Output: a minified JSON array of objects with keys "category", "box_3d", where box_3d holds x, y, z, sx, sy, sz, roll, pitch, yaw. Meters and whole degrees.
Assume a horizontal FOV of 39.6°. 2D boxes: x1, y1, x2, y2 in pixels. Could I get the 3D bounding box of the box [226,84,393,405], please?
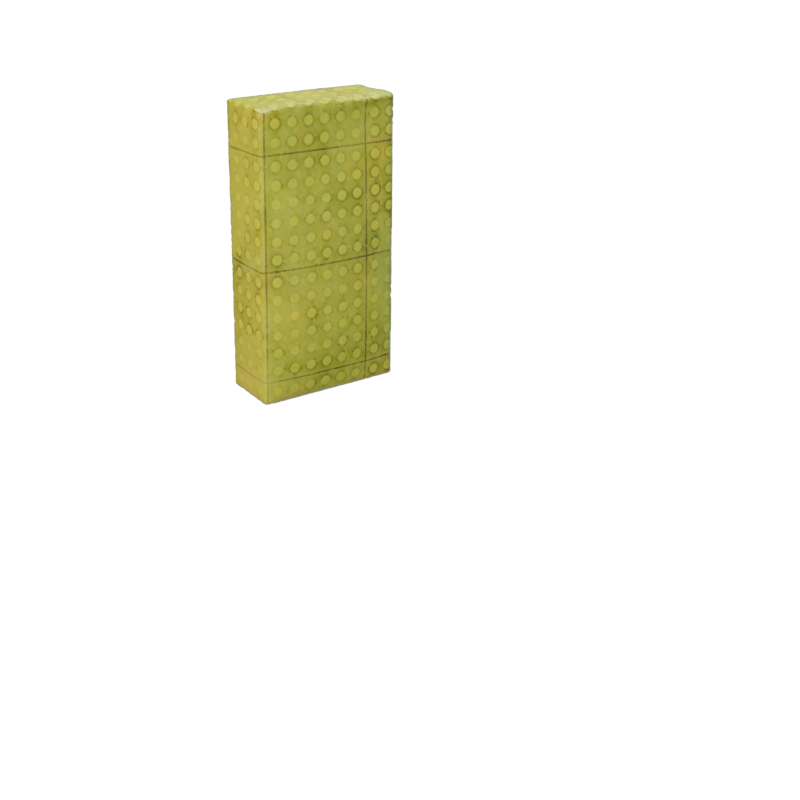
[{"category":"box","box_3d":[-0.051,-0.094,0.657,0.091,0.168,0.051,-13,25,-32]}]
